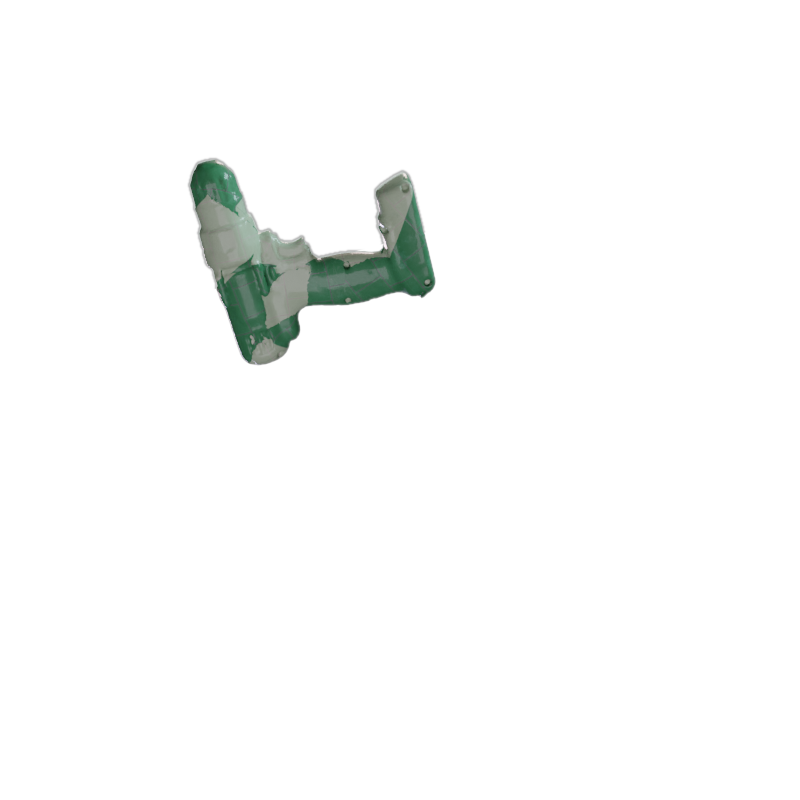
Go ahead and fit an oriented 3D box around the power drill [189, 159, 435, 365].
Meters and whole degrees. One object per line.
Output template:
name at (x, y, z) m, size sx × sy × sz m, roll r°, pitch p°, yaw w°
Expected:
power drill at (-0.074, -0.136, 0.950) m, size 0.188 × 0.177 × 0.060 m, roll -15°, pitch 17°, yaw 4°
